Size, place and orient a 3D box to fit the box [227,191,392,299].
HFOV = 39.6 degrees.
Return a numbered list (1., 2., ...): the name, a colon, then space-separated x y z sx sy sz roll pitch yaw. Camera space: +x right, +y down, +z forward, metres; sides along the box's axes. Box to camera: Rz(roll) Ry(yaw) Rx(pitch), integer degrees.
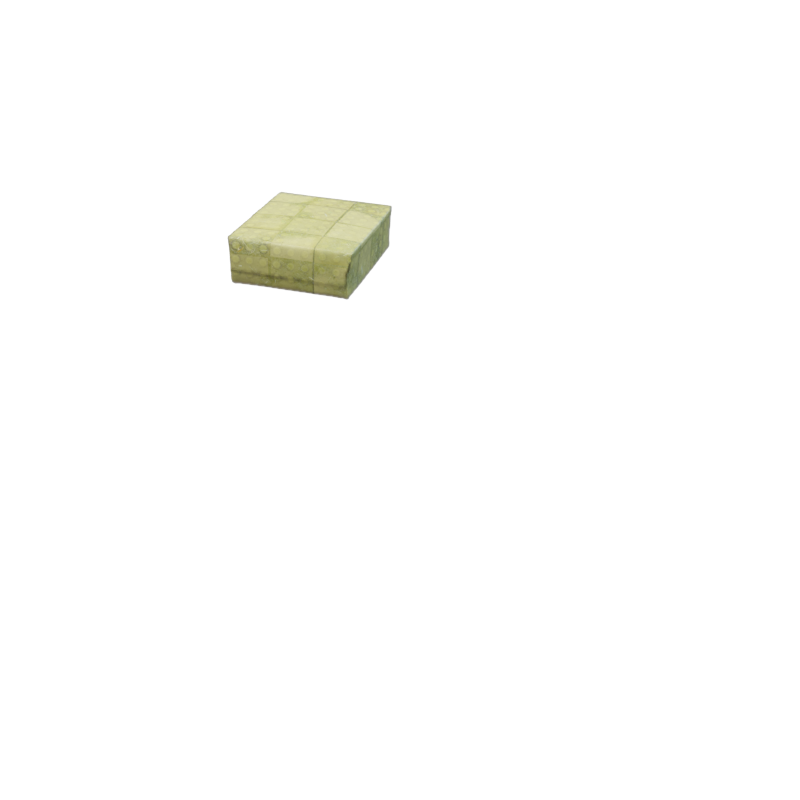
1. box: -0.063 -0.114 0.798 0.092 0.037 0.117 7 29 13
